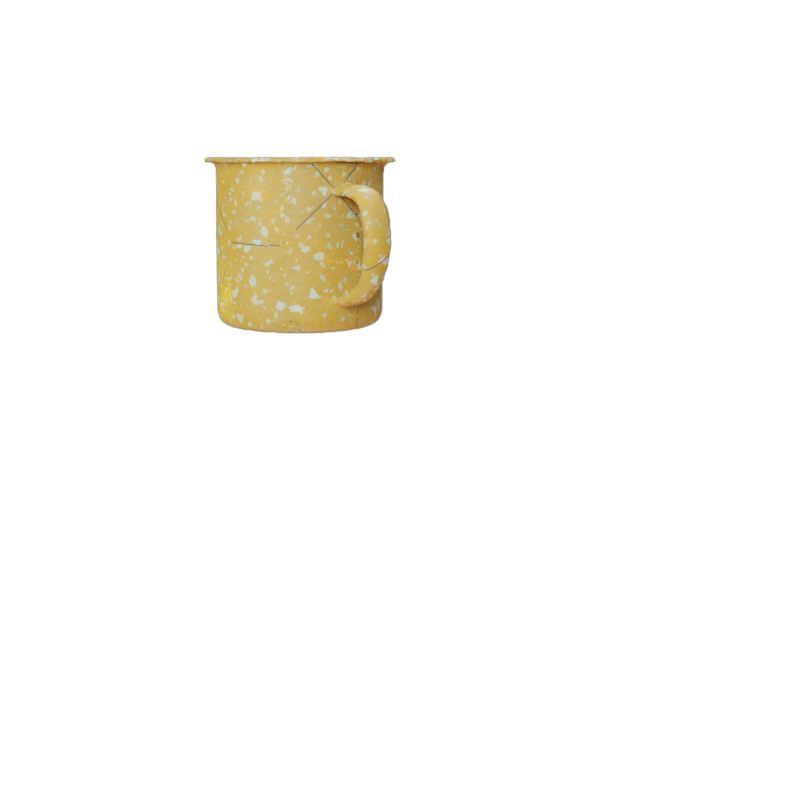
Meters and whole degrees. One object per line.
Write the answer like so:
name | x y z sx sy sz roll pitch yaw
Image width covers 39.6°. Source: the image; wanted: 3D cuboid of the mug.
mug | -0.042 -0.076 0.533 0.090 0.080 0.123 -6 11 -36
